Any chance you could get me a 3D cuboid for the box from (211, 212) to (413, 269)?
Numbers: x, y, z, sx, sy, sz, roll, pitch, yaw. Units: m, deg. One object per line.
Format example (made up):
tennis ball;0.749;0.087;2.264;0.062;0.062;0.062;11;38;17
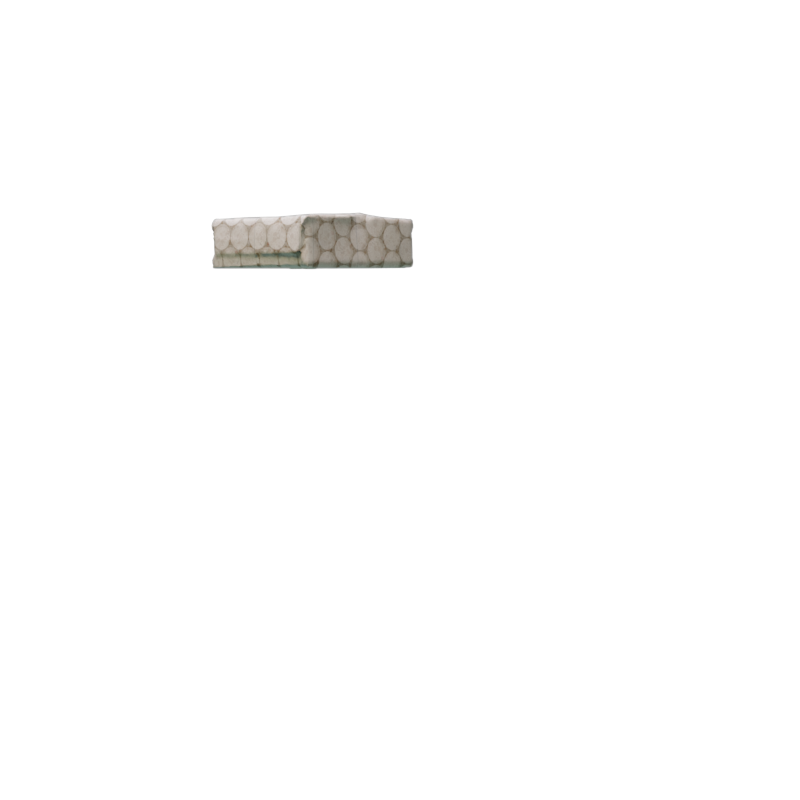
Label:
box;-0.048;-0.088;0.613;0.076;0.030;0.086;5;8;42
